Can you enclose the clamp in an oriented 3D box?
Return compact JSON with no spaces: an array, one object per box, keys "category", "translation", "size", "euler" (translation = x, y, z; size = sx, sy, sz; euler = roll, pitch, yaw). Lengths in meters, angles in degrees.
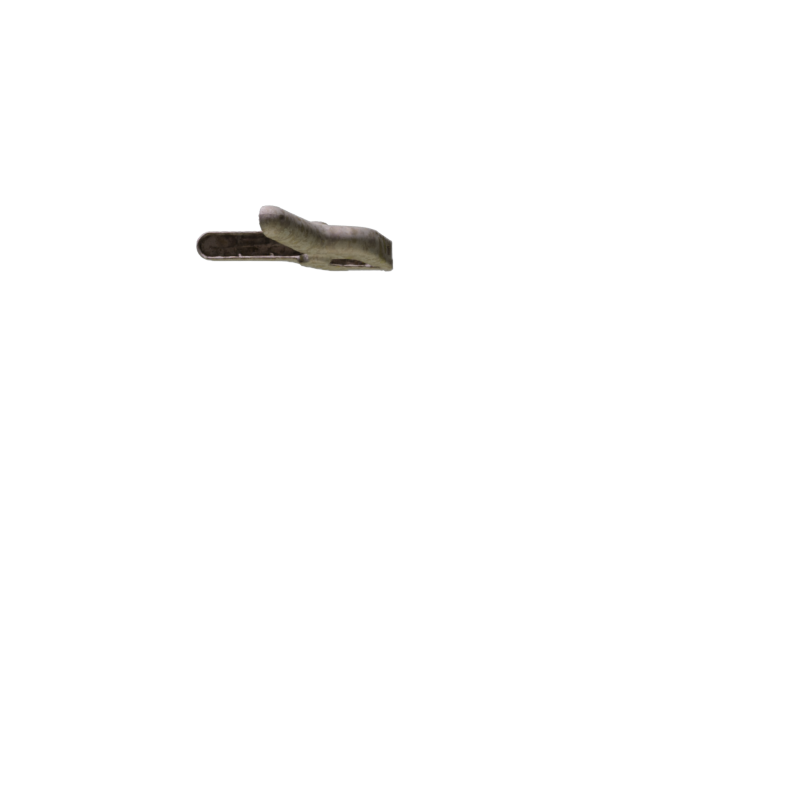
[{"category":"clamp","translation":[-0.072,-0.132,0.925],"size":[0.166,0.040,0.123],"euler":[0,0,-25]}]
